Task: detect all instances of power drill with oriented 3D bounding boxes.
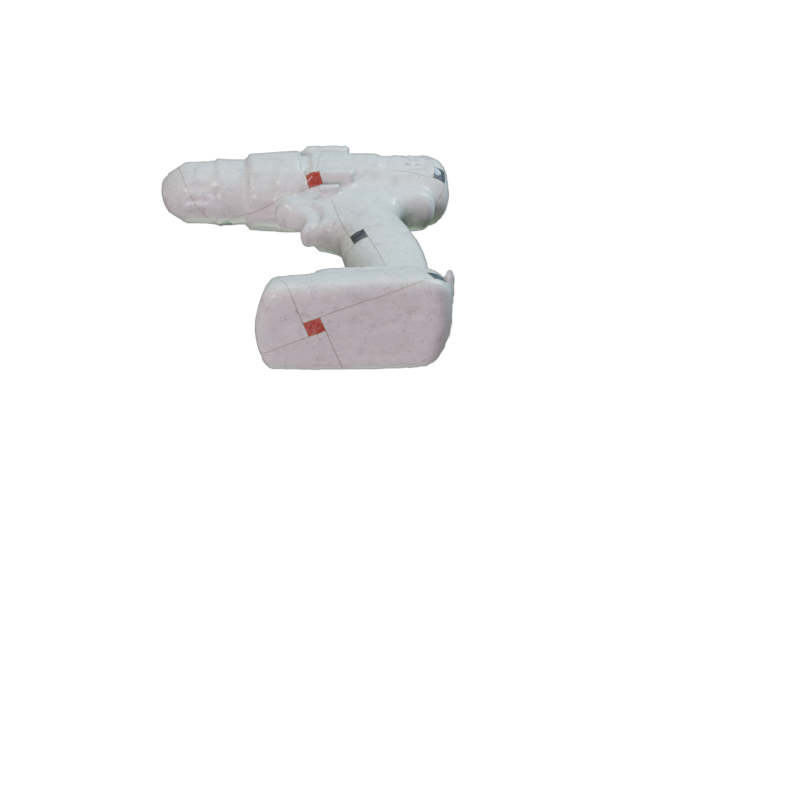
[{"bbox_3d":[-0.051,-0.094,0.656,0.183,0.054,0.201,-4,37,-5],"label":"power drill"}]
